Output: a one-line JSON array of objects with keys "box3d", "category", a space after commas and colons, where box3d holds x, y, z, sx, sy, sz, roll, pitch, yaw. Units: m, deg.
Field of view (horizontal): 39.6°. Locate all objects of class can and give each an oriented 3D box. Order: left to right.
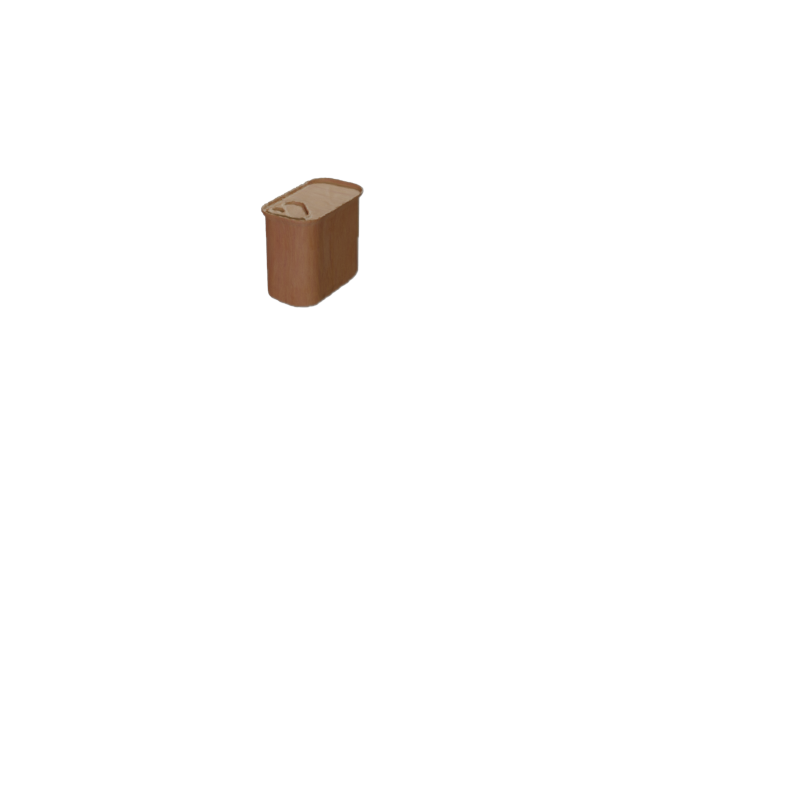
[{"box3d": [-0.077, -0.140, 0.980, 0.060, 0.079, 0.103, 16, 32, 26], "category": "can"}]
